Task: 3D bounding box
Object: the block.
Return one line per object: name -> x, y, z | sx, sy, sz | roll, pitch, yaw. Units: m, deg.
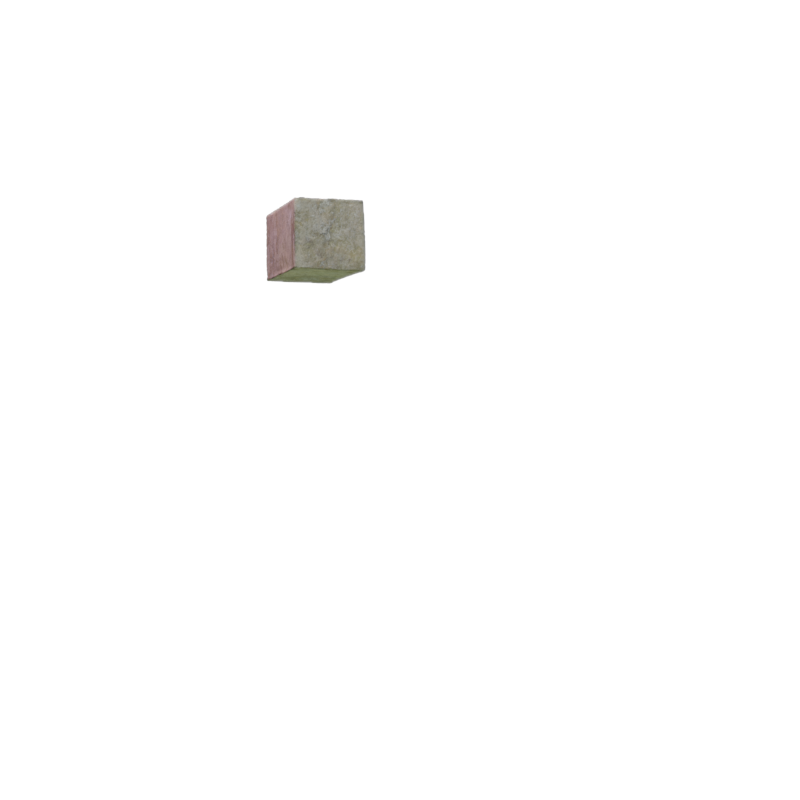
block -> -0.063, -0.114, 0.802 | 0.051, 0.052, 0.079 | 2, -4, -21
